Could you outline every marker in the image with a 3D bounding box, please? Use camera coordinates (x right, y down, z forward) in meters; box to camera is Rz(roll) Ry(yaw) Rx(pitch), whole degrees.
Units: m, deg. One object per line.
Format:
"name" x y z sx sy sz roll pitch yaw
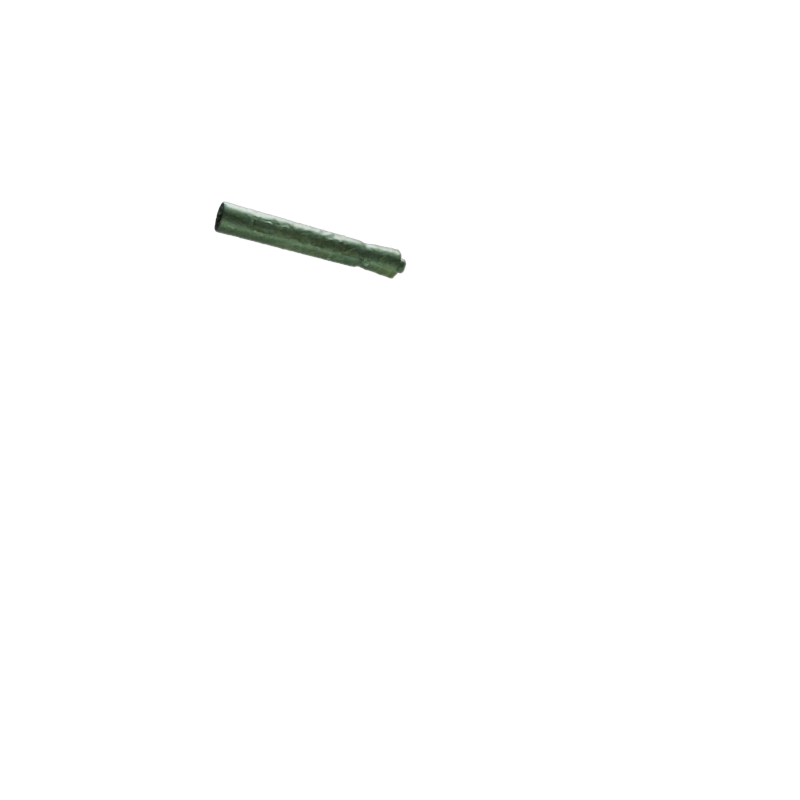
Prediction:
"marker" -0.053 -0.096 0.676 0.117 0.020 0.020 13 0 -16
